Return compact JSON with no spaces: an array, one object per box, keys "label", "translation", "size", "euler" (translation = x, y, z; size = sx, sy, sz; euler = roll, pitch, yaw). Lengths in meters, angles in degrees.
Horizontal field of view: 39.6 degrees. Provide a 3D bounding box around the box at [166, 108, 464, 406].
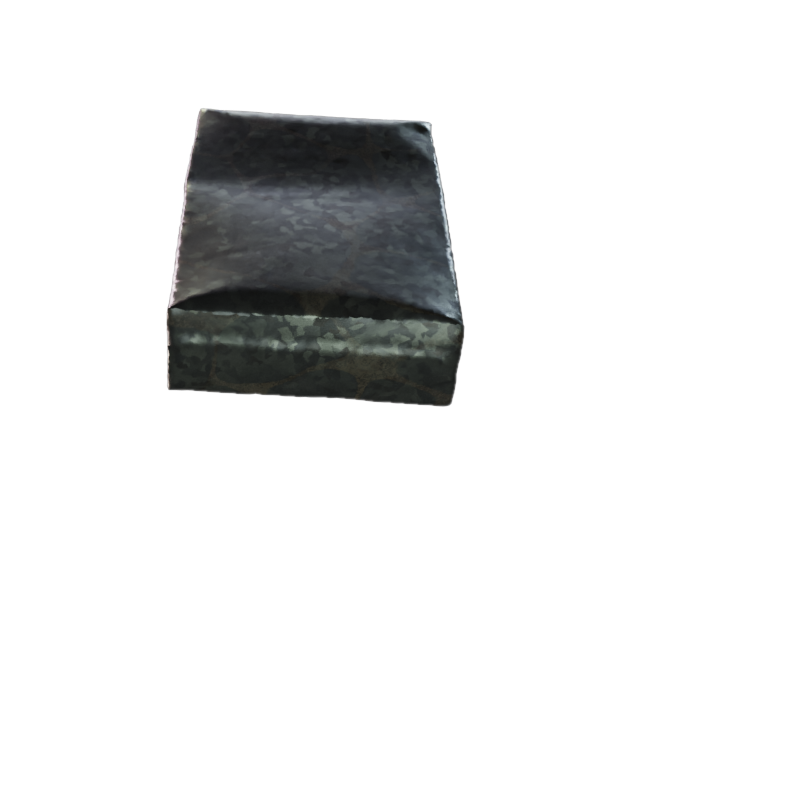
[{"label":"box","translation":[-0.054,-0.098,0.689],"size":[0.163,0.067,0.229],"euler":[2,42,-5]}]
